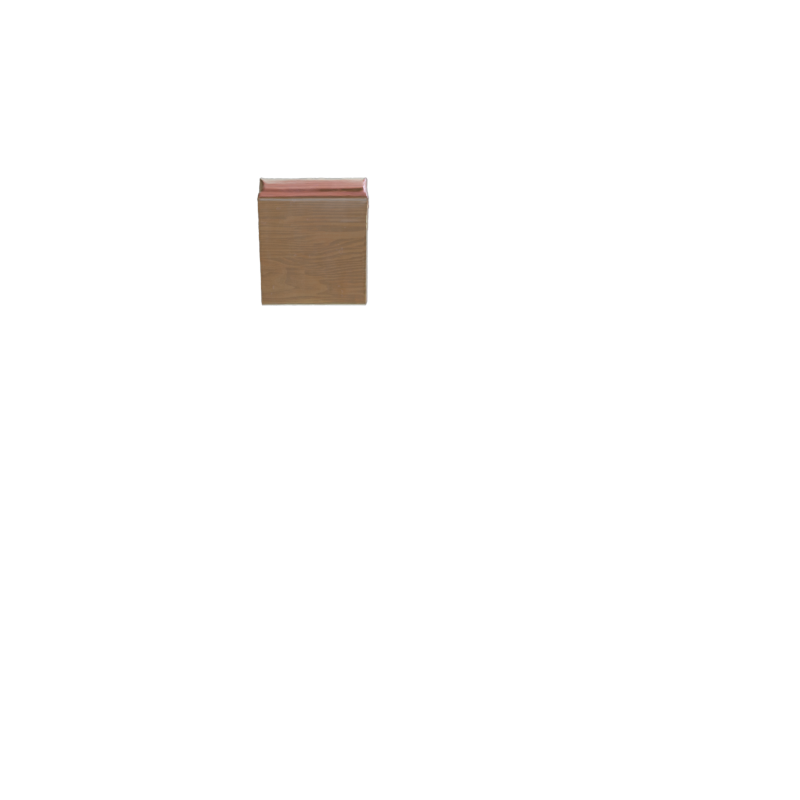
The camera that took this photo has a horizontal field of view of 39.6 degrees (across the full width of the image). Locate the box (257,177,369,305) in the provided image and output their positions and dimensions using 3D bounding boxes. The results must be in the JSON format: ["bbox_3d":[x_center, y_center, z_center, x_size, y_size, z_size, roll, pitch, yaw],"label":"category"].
[{"bbox_3d":[-0.059,-0.107,0.749,0.073,0.084,0.032,0,34,-1],"label":"box"}]
